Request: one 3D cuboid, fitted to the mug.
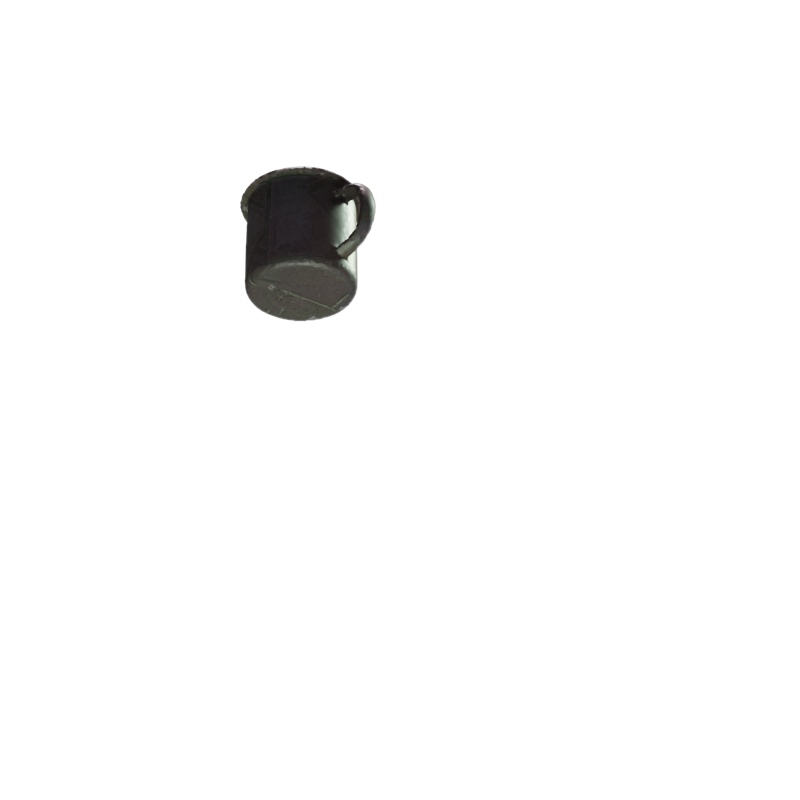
[{"bbox_3d":[-0.063,-0.116,0.811,0.117,0.087,0.087,-25,-39,33],"label":"mug"}]
